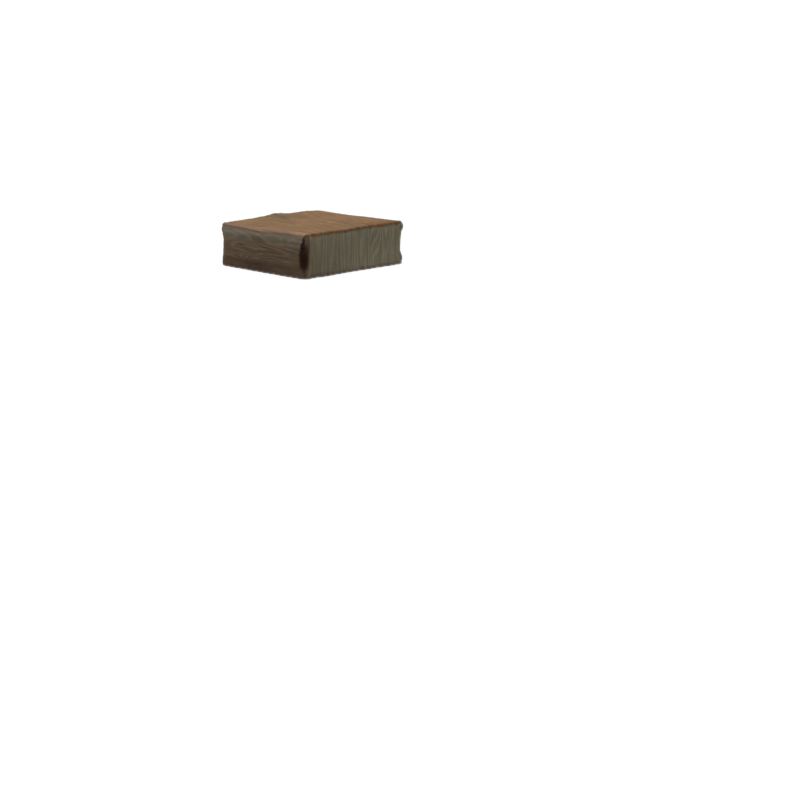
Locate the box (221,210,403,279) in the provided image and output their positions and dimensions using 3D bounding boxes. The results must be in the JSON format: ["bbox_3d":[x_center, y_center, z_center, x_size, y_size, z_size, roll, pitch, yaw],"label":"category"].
[{"bbox_3d":[-0.053,-0.097,0.683,0.077,0.029,0.087,14,21,41],"label":"box"}]
